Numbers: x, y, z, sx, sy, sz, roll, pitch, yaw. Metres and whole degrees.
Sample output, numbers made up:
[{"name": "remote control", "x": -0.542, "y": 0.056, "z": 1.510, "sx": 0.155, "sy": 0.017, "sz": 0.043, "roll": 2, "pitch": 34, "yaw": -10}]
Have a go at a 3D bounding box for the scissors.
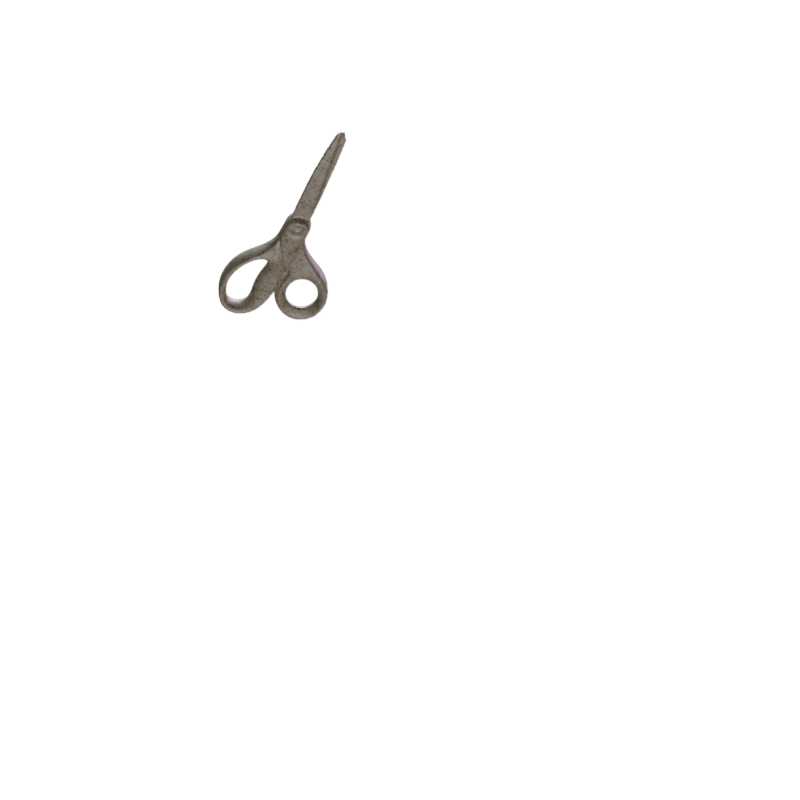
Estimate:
[{"name": "scissors", "x": -0.067, "y": -0.122, "z": 0.856, "sx": 0.091, "sy": 0.017, "sz": 0.198, "roll": 27, "pitch": -47, "yaw": -28}]
